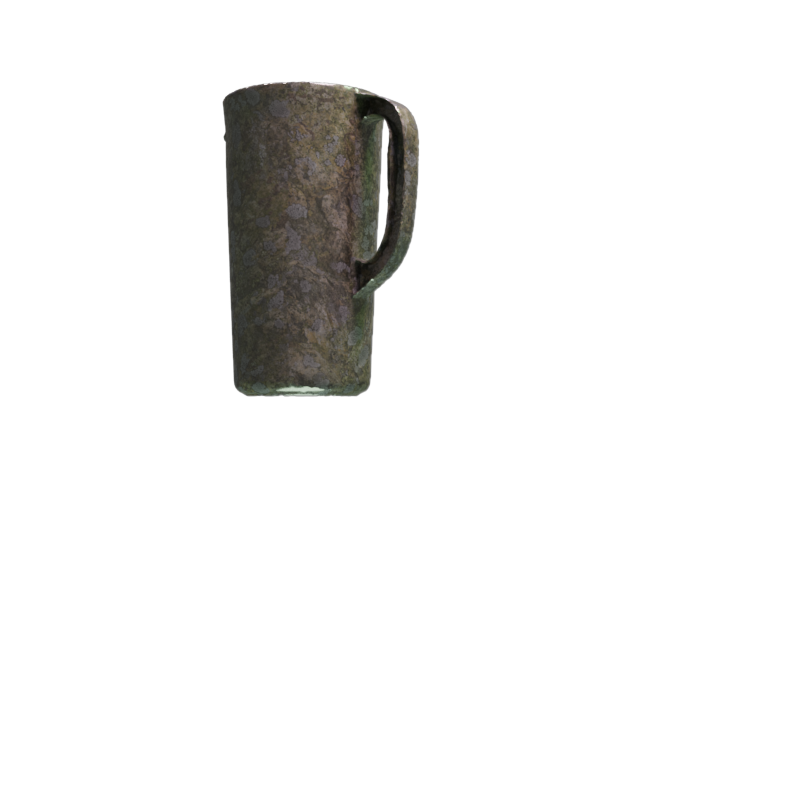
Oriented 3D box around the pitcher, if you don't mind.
[{"bbox_3d":[-0.069,-0.126,0.879,0.143,0.247,0.149,1,-6,-10],"label":"pitcher"}]
